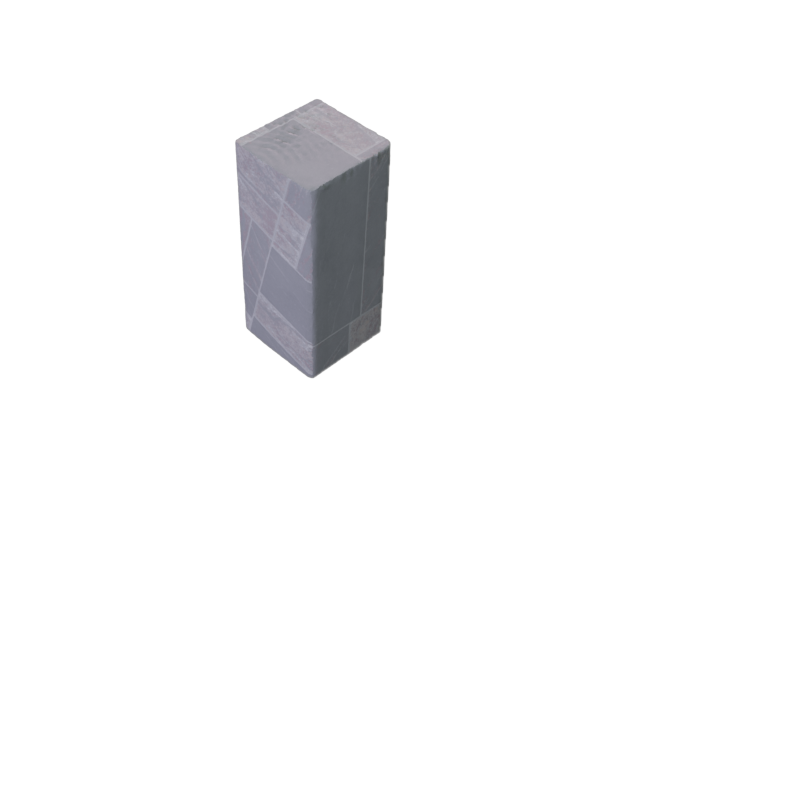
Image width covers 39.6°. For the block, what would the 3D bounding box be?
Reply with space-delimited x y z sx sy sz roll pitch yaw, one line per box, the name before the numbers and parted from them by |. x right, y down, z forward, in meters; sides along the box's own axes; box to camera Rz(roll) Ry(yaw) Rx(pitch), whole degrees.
block | -0.072 -0.132 0.925 0.091 0.192 0.096 -33 55 -32
